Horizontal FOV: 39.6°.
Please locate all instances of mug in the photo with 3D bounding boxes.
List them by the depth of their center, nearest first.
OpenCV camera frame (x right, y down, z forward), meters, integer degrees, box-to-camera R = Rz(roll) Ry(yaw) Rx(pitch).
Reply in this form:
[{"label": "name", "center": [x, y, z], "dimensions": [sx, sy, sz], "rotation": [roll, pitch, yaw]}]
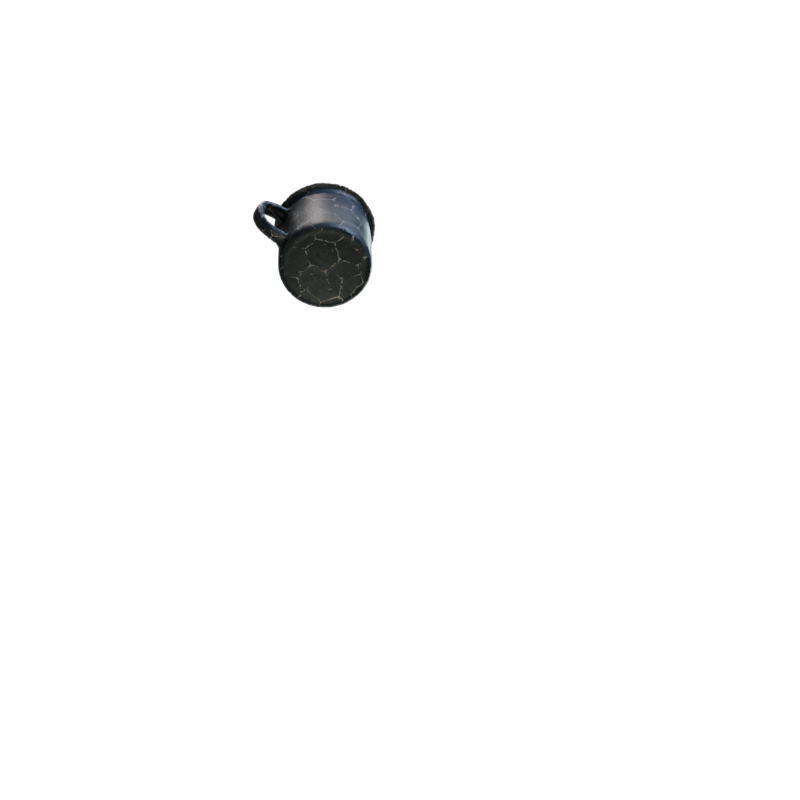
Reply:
[{"label": "mug", "center": [-0.077, -0.140, 0.981], "dimensions": [0.113, 0.091, 0.086], "rotation": [29, 24, -16]}]
